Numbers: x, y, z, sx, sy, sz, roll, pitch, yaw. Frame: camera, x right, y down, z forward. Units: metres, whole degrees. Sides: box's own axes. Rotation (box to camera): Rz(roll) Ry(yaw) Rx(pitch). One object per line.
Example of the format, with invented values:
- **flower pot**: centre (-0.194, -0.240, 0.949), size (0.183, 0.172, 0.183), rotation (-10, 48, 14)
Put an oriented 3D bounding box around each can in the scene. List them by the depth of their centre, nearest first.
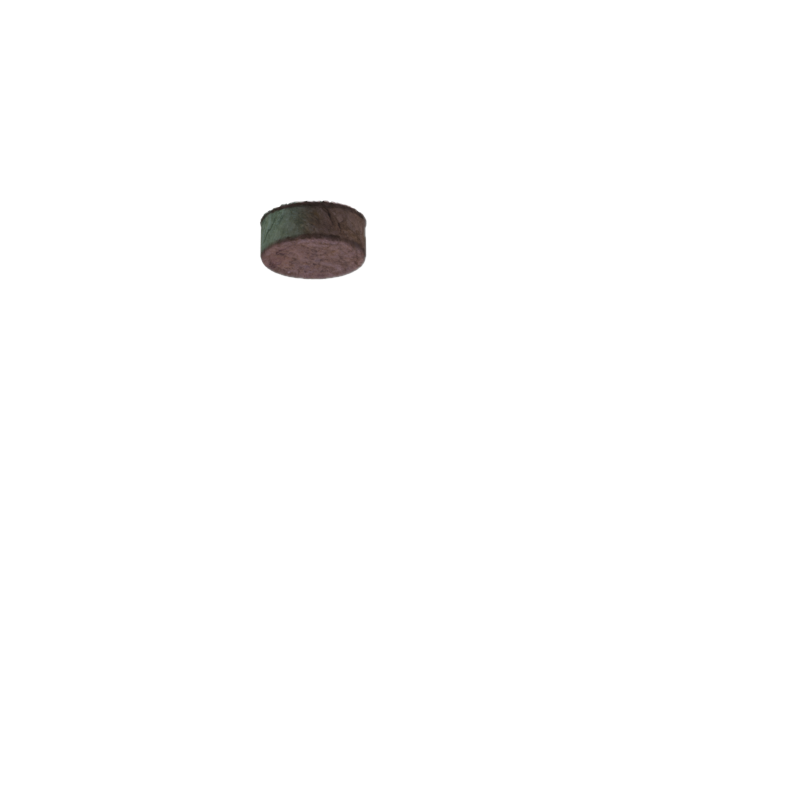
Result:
- **can**: centre (-0.069, -0.127, 0.886), size (0.086, 0.035, 0.082), rotation (0, -17, -2)
